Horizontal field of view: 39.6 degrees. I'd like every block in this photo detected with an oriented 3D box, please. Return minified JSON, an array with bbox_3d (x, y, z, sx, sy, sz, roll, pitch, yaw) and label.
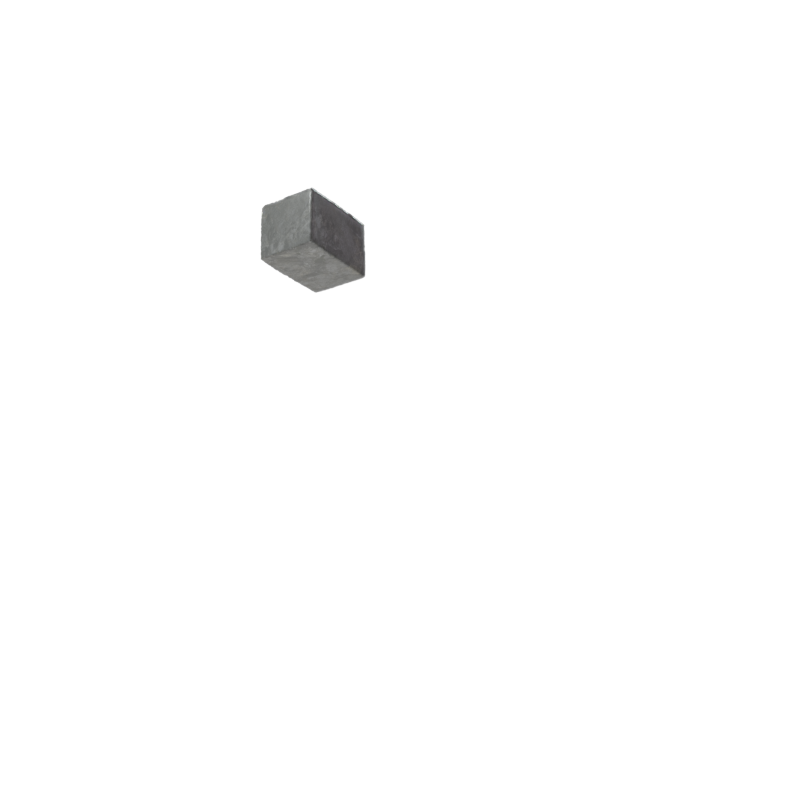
[{"bbox_3d":[-0.071,-0.130,0.908,0.053,0.054,0.073,-16,-28,30],"label":"block"}]
